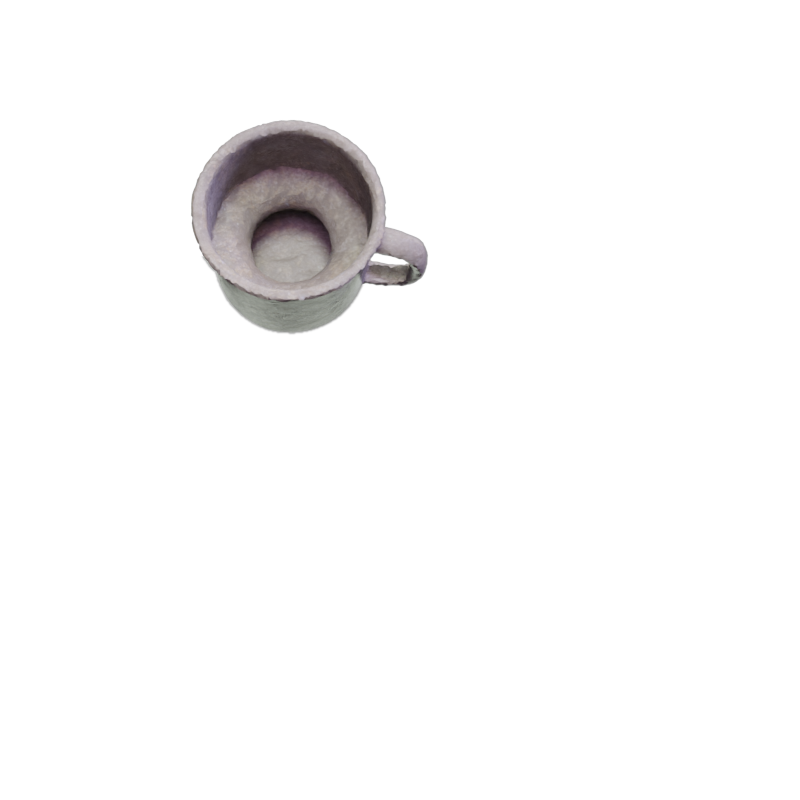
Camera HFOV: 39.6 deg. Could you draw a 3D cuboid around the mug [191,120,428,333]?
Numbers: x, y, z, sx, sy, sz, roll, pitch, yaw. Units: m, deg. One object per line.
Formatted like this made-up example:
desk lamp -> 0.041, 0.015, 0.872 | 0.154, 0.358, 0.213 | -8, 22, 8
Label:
mug -> -0.044, -0.080, 0.563 | 0.118, 0.097, 0.078 | 10, -17, 2
